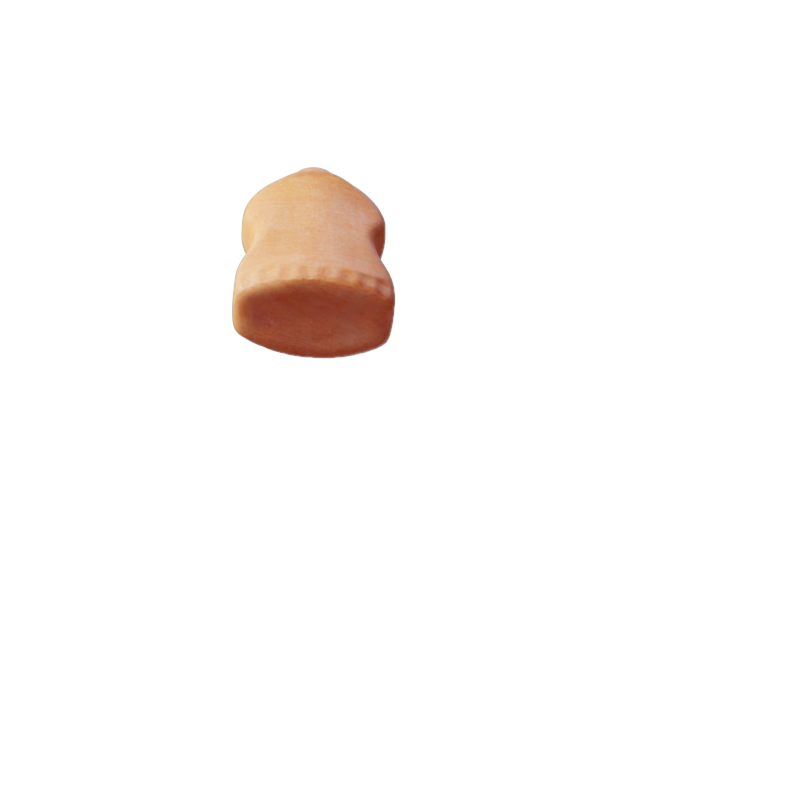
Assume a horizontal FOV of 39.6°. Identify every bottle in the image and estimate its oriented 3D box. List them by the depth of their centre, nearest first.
[{"bbox_3d":[-0.057,-0.104,0.729,0.095,0.055,0.204,2,34,-5],"label":"bottle"}]
